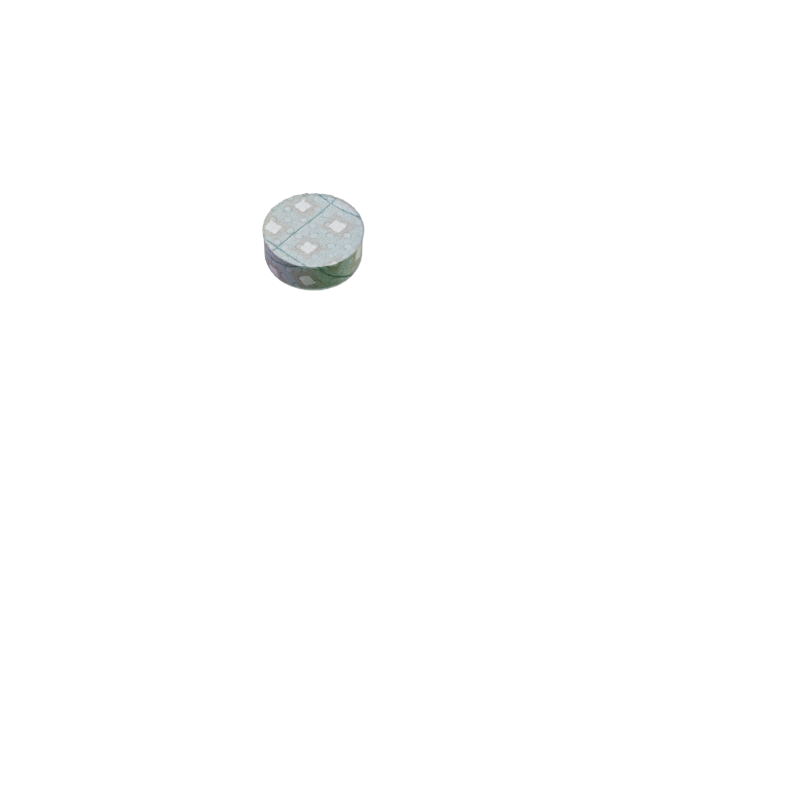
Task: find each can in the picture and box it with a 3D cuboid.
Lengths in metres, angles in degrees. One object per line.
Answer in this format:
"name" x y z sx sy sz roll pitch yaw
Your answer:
"can" -0.074 -0.135 0.944 0.086 0.092 0.031 -1 -39 -1
